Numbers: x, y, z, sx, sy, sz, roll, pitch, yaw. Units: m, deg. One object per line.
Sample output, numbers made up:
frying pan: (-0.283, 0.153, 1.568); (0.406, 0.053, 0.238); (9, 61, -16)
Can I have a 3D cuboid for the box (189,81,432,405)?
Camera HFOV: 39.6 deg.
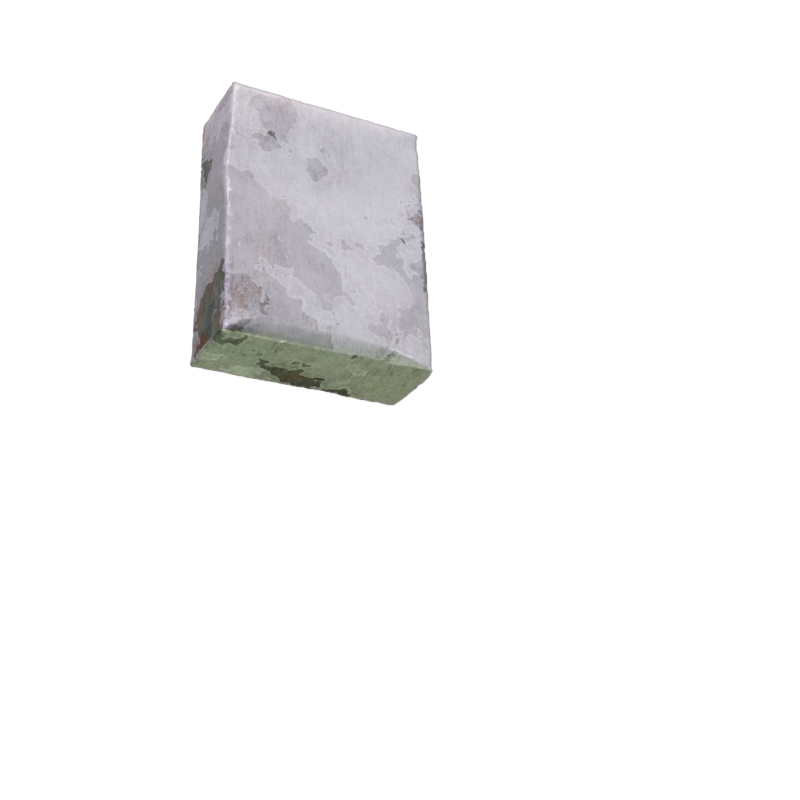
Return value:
box: (-0.064, -0.117, 0.822); (0.158, 0.228, 0.070); (12, -32, -23)
